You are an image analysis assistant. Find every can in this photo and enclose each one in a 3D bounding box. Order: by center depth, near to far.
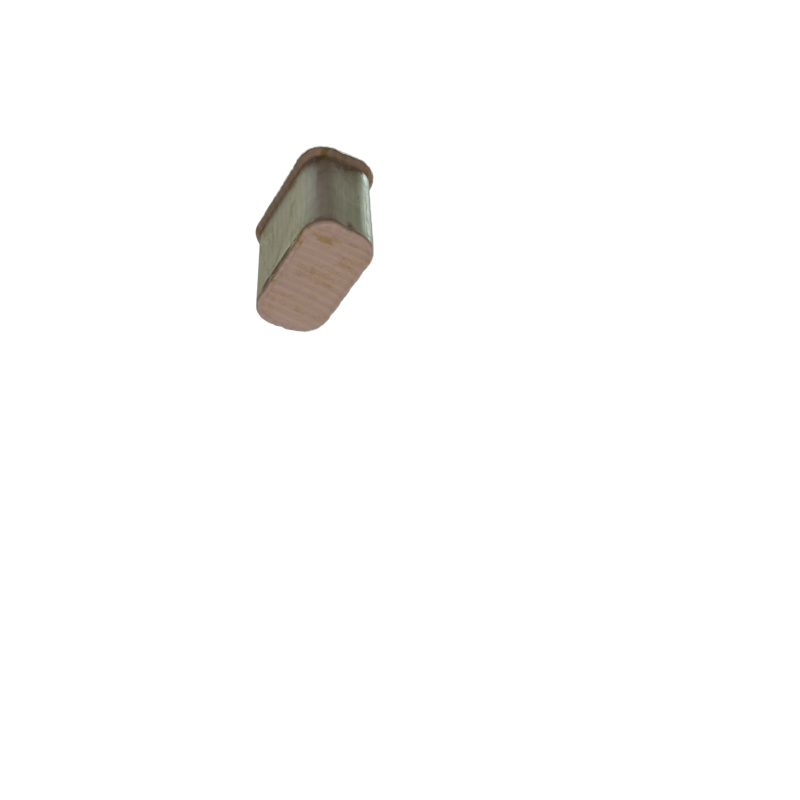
[{"bbox_3d":[-0.059,-0.109,0.760,0.055,0.090,0.099,22,-52,-22],"label":"can"}]
